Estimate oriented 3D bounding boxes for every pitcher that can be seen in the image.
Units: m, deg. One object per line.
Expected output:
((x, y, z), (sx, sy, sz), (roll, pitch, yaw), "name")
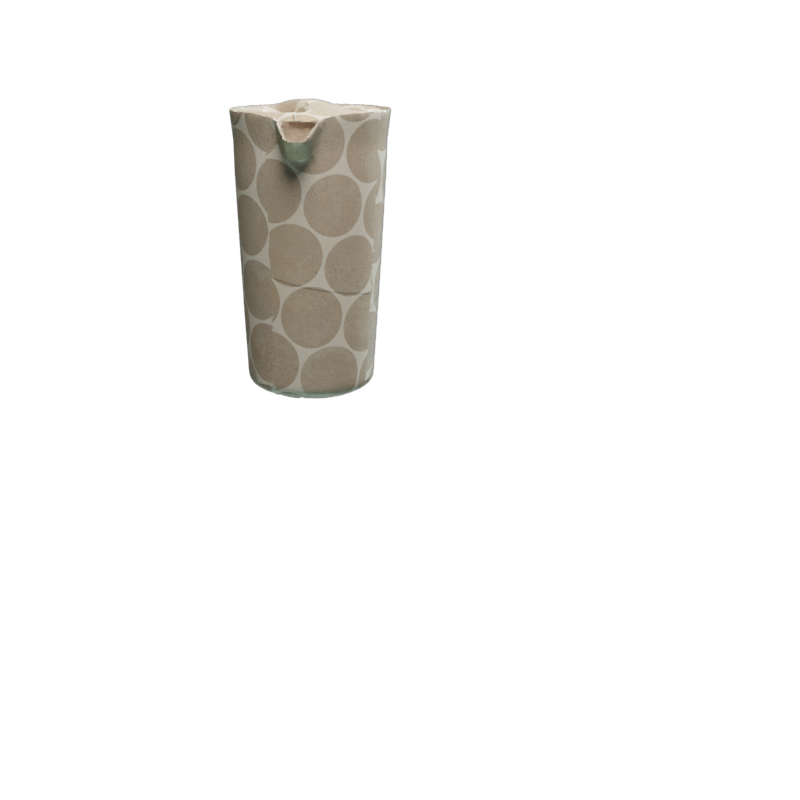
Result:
((-0.074, -0.135, 0.946), (0.145, 0.236, 0.153), (-11, 18, -39), "pitcher")
